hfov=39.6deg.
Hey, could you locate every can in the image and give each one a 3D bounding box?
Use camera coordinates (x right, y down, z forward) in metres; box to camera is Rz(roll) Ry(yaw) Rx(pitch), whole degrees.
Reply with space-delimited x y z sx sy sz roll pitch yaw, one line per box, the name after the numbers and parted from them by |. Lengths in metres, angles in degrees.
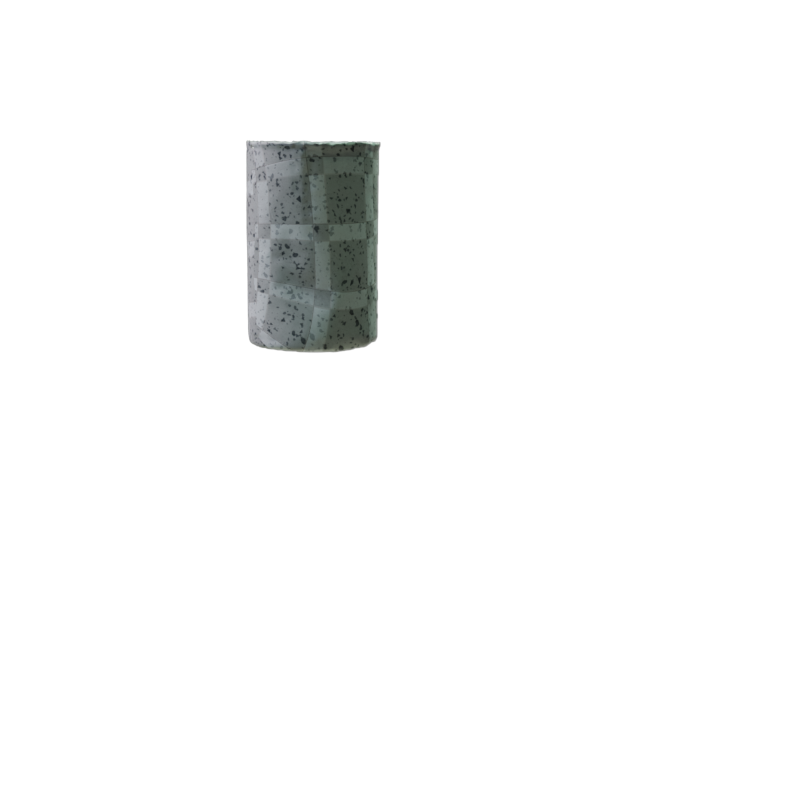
-0.044 -0.080 0.561 0.068 0.101 0.070 0 8 -2 | can
